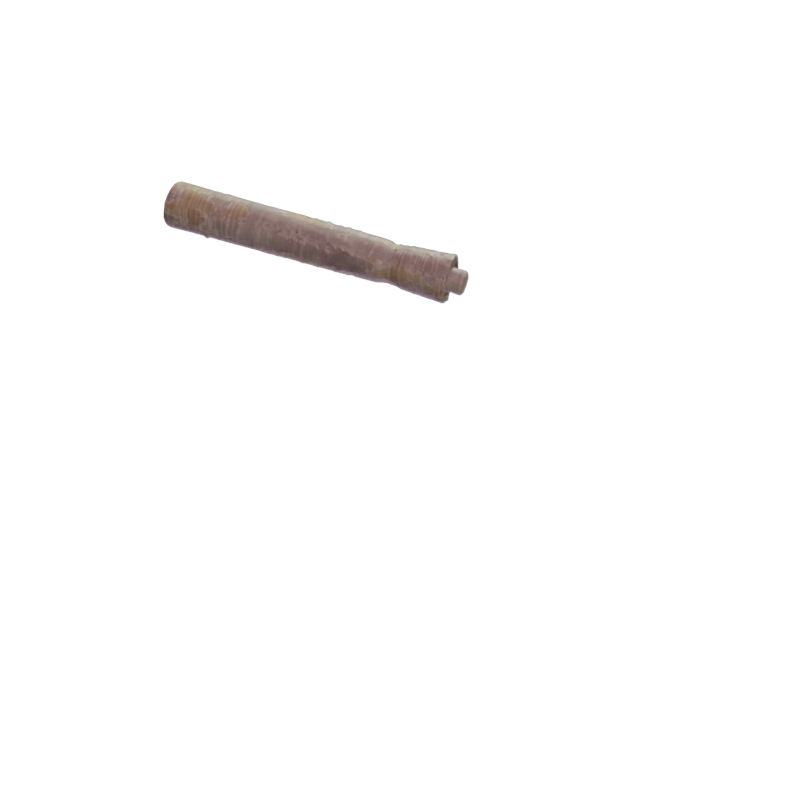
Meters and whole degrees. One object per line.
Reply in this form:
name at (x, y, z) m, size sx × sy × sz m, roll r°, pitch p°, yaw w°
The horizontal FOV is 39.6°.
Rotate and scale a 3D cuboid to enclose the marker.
marker at (-0.033, -0.061, 0.424) m, size 0.125 × 0.019 × 0.019 m, roll 17°, pitch 8°, yaw 17°
